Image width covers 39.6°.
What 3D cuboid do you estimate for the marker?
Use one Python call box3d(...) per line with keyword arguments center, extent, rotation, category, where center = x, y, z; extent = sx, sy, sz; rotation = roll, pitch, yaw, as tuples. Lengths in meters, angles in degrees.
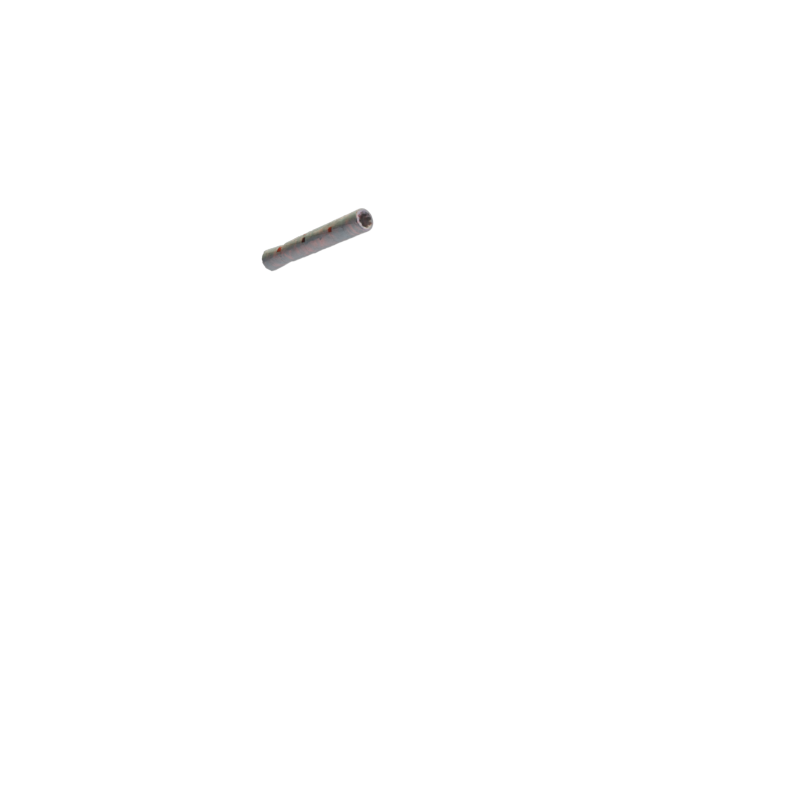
box3d(center=(-0.070, -0.127, 0.889), extent=(0.019, 0.020, 0.122), rotation=(-4, -8, -46), category="marker")
